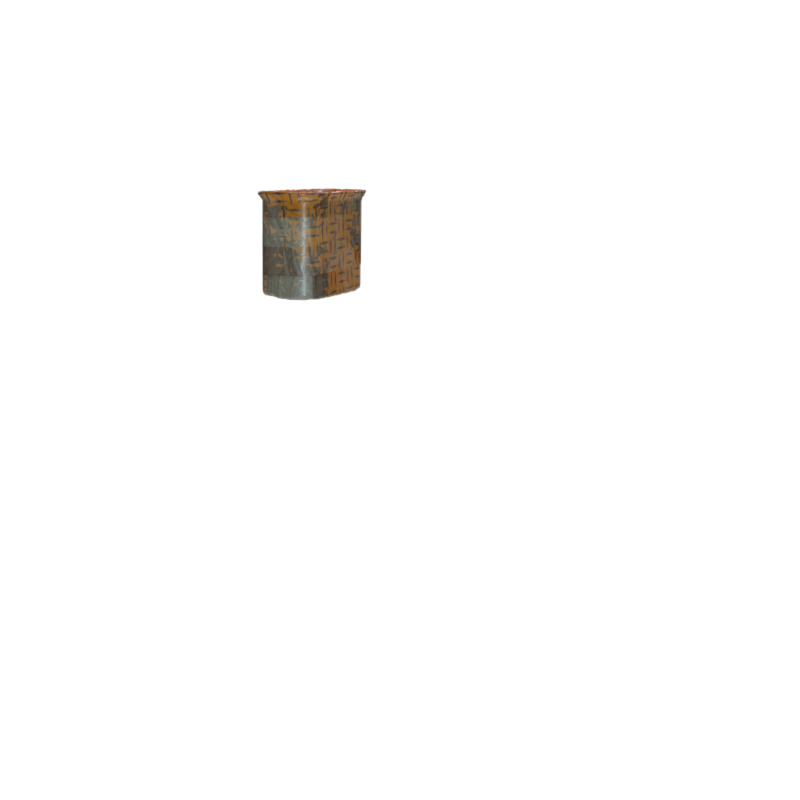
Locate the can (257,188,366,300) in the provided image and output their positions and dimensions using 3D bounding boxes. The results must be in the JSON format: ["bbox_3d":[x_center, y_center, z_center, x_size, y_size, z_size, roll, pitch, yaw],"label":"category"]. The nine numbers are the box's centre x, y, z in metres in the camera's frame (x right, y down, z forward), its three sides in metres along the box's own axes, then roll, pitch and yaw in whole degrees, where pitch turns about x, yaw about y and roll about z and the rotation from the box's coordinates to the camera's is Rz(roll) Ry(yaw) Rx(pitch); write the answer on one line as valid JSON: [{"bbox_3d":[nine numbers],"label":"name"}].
[{"bbox_3d":[-0.070,-0.128,0.895,0.060,0.083,0.100,4,10,27],"label":"can"}]
